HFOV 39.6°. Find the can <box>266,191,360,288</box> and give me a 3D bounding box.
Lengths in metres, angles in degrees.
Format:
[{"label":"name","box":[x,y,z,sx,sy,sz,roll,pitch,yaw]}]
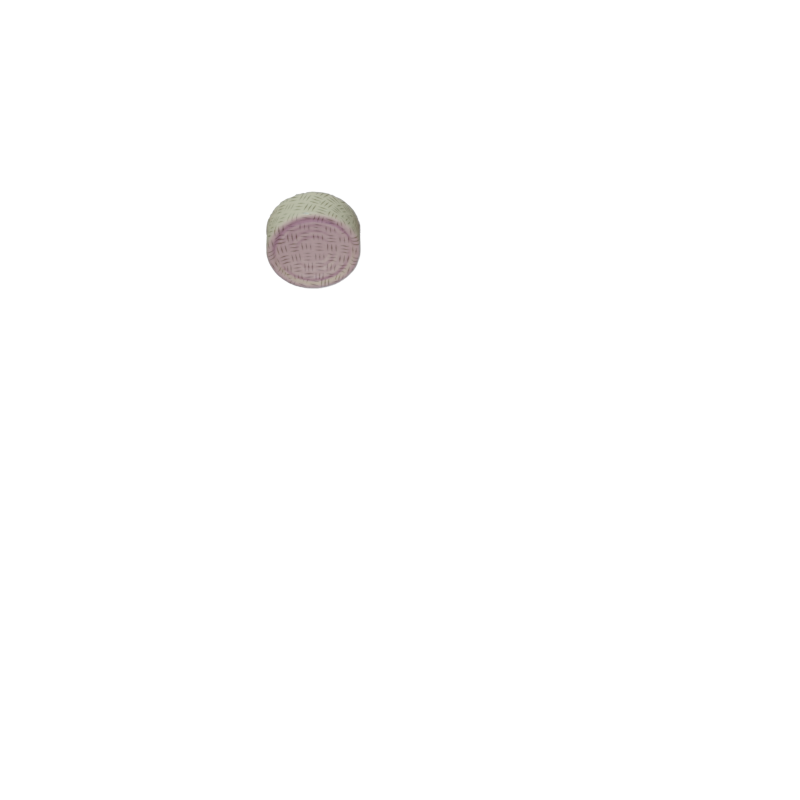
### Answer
[{"label":"can","box":[-0.078,-0.142,0.994,0.086,0.080,0.036,1,39,-1]}]
